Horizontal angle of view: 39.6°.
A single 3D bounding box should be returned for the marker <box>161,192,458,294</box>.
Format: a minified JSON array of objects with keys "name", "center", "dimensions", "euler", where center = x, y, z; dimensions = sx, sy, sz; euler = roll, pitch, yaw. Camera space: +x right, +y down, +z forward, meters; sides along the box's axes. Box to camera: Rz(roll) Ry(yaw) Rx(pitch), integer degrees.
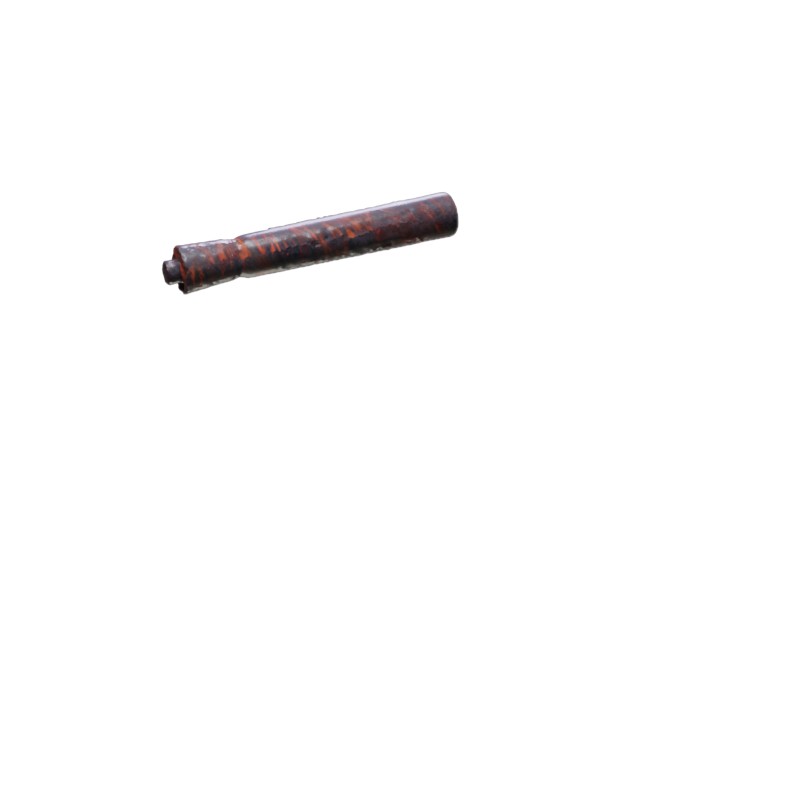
[{"name":"marker","center":[-0.034,-0.062,0.434],"dimensions":[0.119,0.019,0.020],"euler":[-15,10,-21]}]
